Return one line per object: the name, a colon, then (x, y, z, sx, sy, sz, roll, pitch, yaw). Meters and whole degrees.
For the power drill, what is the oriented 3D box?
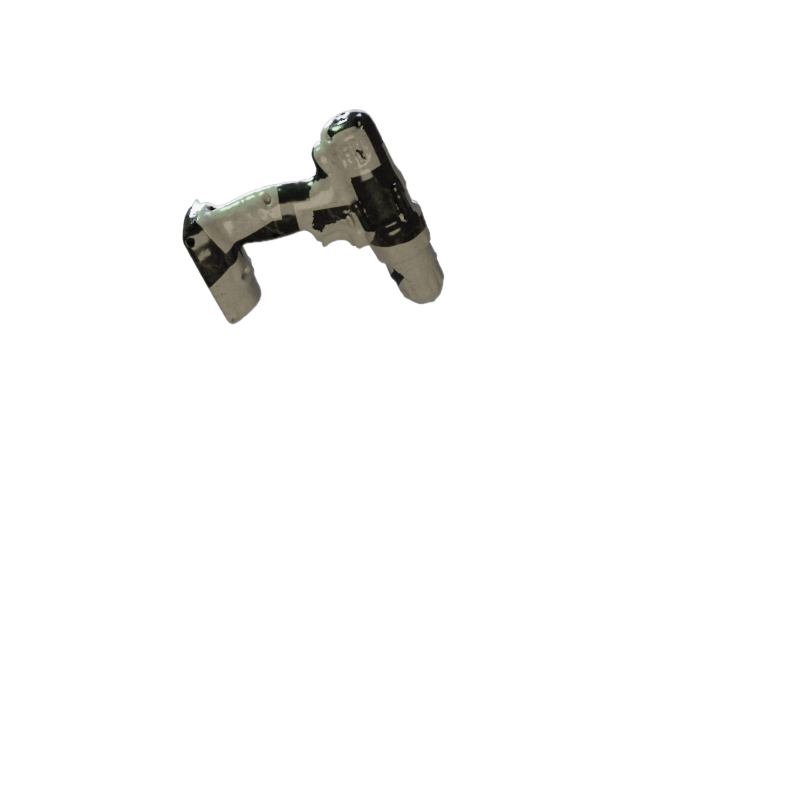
power drill: (-0.073, -0.133, 0.929, 0.188, 0.174, 0.061, -22, 25, 10)
